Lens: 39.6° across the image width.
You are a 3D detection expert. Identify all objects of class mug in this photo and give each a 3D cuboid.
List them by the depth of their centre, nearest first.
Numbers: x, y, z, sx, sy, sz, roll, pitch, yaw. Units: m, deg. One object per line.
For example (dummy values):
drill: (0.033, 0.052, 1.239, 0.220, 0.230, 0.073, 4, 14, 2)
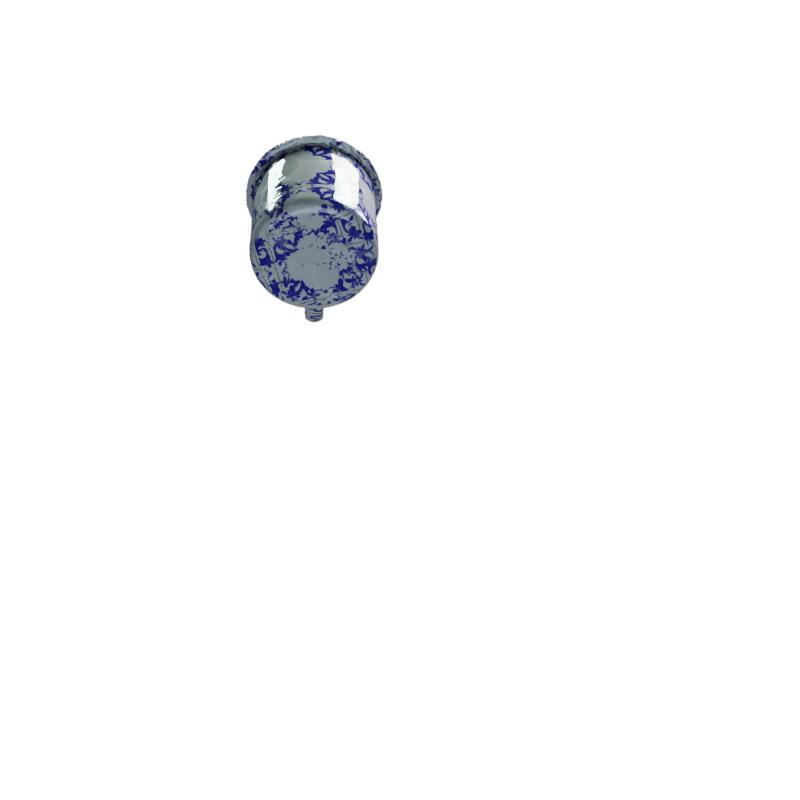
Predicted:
mug: (-0.057, -0.104, 0.730, 0.093, 0.110, 0.087, 3, 35, -4)
